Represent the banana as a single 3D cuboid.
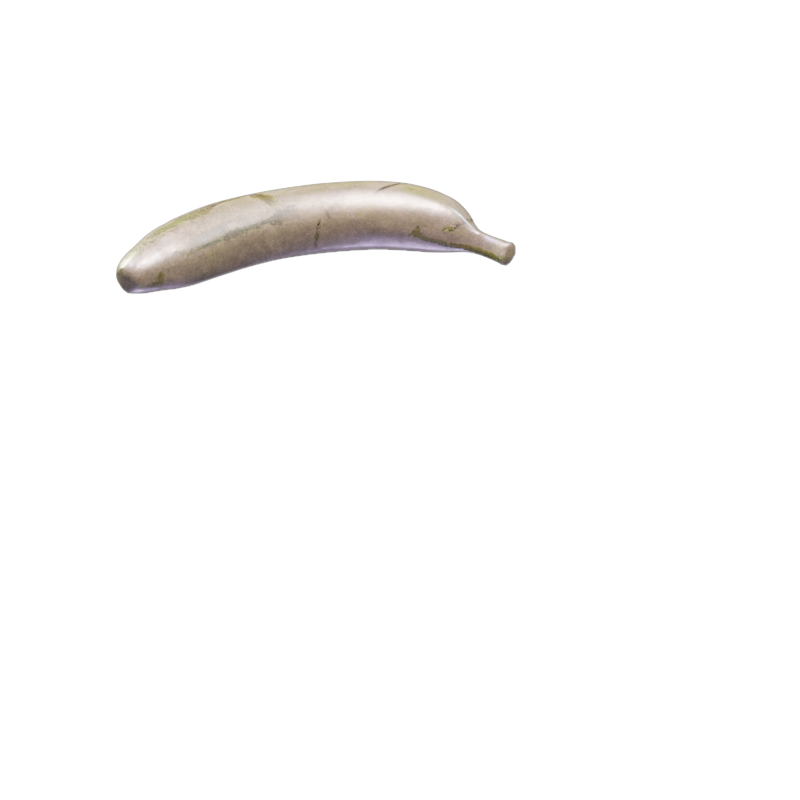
[{"bbox_3d":[-0.045,-0.084,0.547,0.194,0.035,0.074,-8,25,-18],"label":"banana"}]
